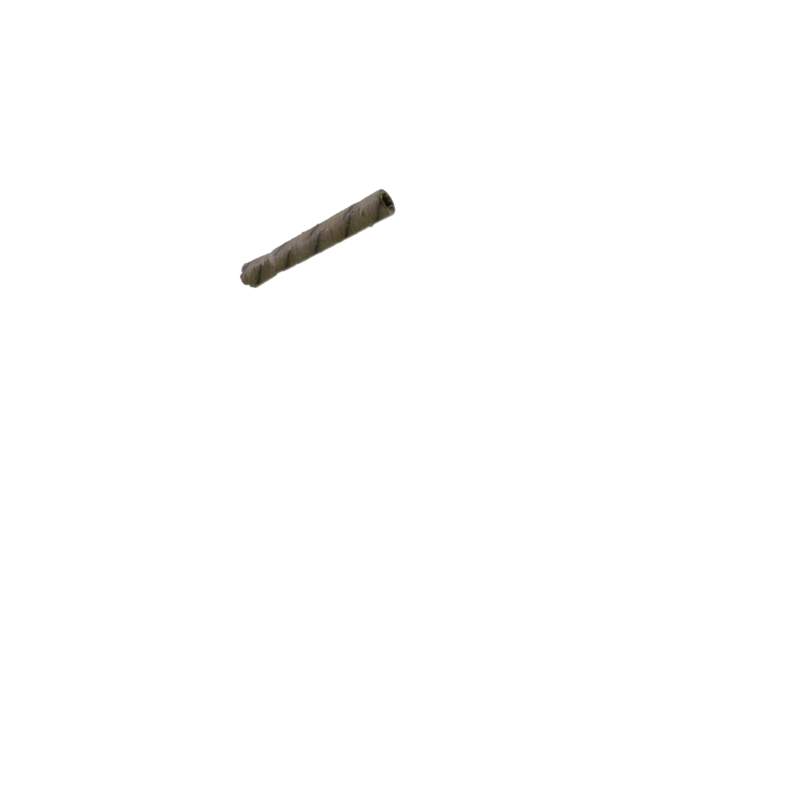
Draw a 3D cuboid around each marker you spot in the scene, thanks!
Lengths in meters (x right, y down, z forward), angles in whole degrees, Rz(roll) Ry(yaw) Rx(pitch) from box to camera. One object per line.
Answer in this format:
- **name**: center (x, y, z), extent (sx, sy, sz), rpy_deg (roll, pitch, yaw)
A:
- **marker**: center (-0.058, -0.106, 0.740), extent (0.121, 0.020, 0.019), rpy_deg (-24, -7, 25)
